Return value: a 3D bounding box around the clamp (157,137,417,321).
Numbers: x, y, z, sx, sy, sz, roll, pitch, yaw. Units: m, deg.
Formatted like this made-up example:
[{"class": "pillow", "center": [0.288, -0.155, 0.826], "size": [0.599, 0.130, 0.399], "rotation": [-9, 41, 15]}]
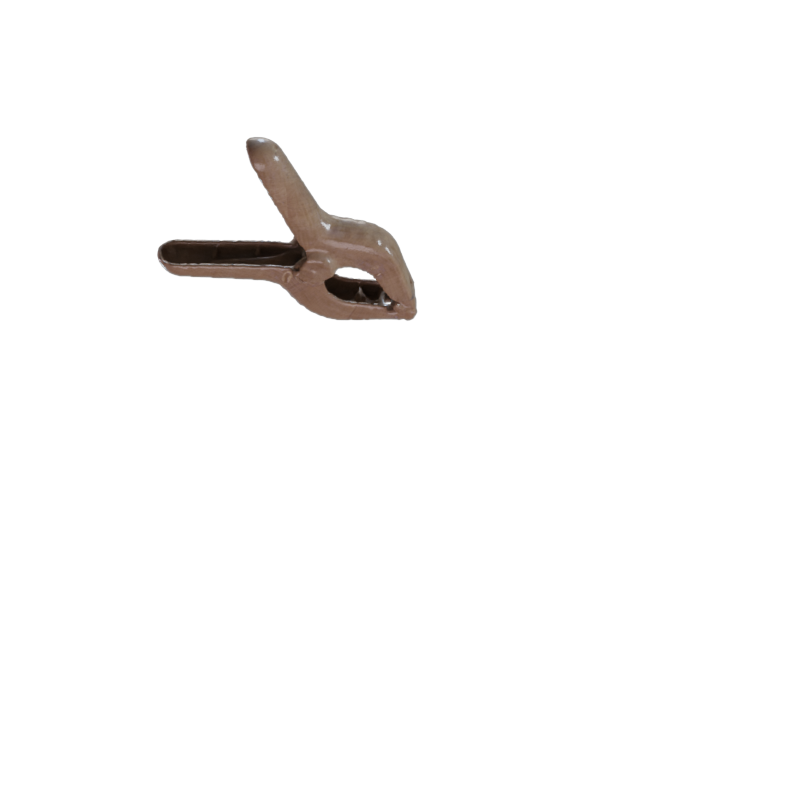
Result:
[{"class": "clamp", "center": [-0.055, -0.100, 0.701], "size": [0.165, 0.042, 0.116], "rotation": [16, -38, -22]}]
